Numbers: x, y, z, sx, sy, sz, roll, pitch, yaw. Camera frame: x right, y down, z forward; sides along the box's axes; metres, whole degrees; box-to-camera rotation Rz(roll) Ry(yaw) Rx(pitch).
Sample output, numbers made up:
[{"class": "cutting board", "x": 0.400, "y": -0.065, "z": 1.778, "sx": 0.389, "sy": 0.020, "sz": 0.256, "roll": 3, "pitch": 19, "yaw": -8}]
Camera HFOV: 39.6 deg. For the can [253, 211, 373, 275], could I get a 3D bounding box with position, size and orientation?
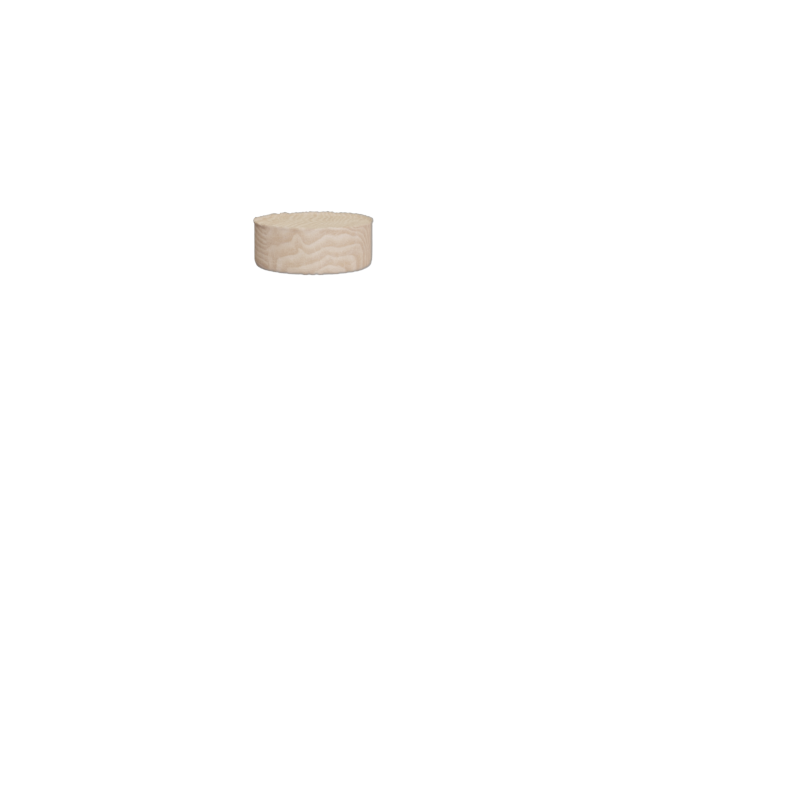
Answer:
[{"class": "can", "x": -0.062, "y": -0.113, "z": 0.791, "sx": 0.086, "sy": 0.033, "sz": 0.089, "roll": 0, "pitch": 16, "yaw": -2}]
